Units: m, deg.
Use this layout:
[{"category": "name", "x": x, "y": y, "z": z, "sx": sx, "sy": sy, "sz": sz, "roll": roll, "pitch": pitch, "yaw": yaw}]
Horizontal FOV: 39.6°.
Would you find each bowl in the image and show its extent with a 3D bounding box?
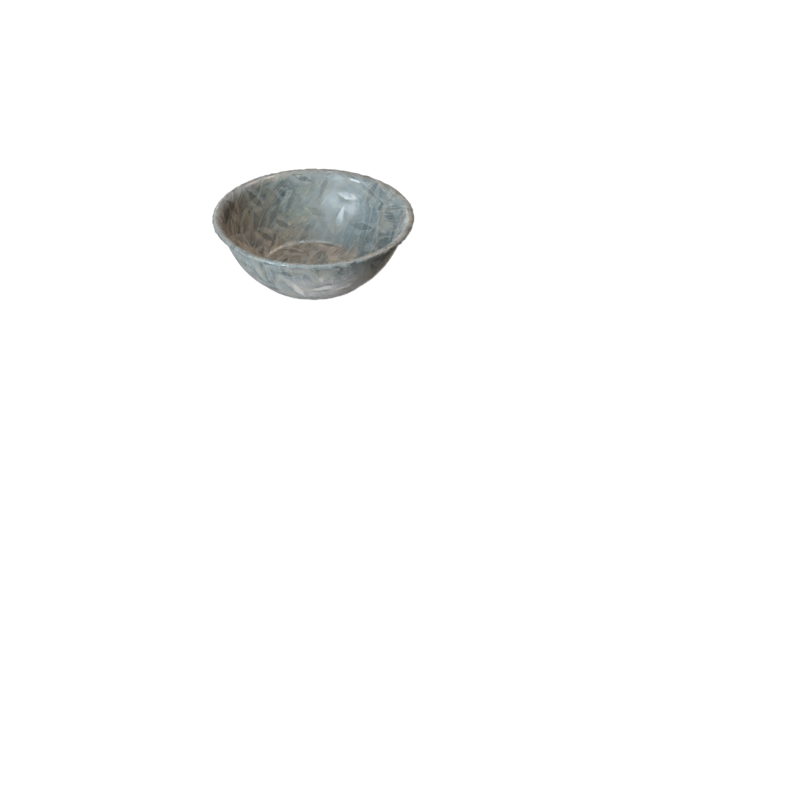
[{"category": "bowl", "x": -0.070, "y": -0.128, "z": 0.899, "sx": 0.162, "sy": 0.052, "sz": 0.173, "roll": -1, "pitch": 36, "yaw": -2}]
